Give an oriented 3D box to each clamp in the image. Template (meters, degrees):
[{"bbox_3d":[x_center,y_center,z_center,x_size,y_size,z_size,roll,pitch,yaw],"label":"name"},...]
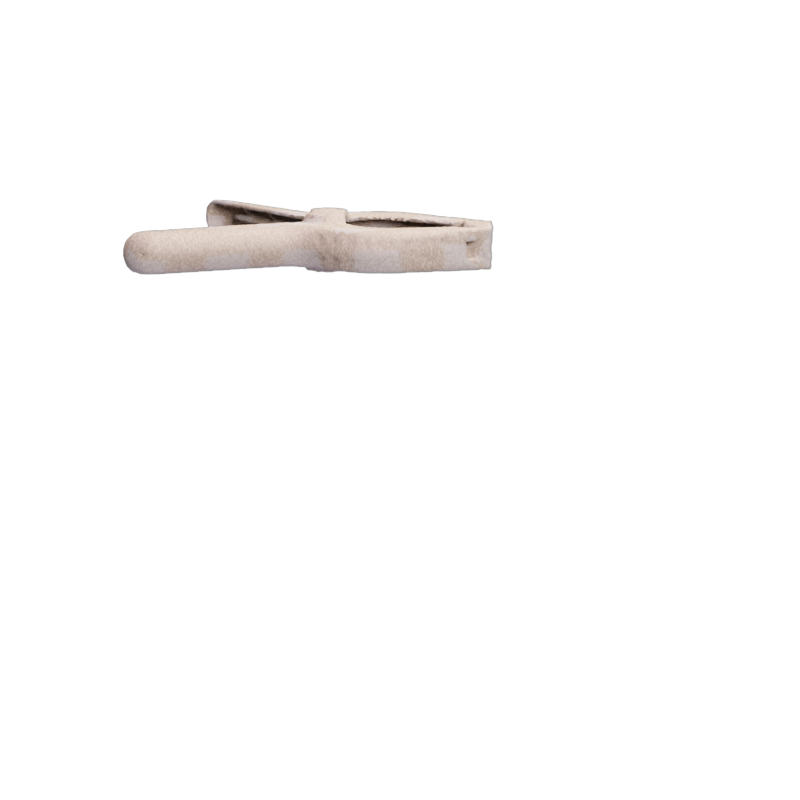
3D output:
[{"bbox_3d":[-0.053,-0.096,0.671,0.215,0.035,0.166,6,19,17],"label":"clamp"}]
